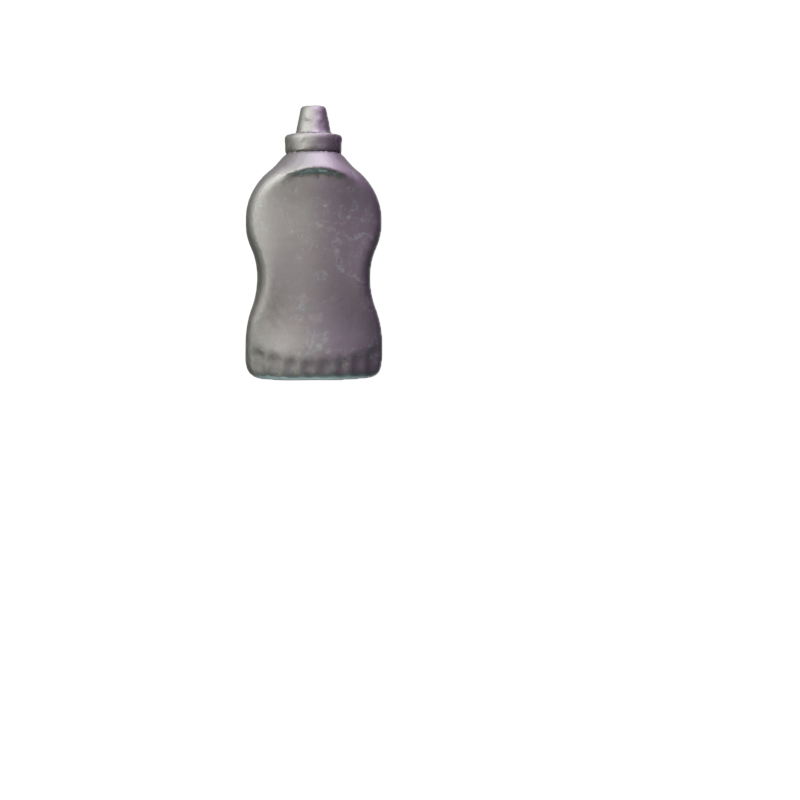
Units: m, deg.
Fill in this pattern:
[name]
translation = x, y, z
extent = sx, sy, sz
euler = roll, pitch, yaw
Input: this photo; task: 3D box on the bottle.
[bottle]
translation = -0.062, -0.112, 0.786
extent = 0.095, 0.192, 0.059
euler = 0, 0, -4
